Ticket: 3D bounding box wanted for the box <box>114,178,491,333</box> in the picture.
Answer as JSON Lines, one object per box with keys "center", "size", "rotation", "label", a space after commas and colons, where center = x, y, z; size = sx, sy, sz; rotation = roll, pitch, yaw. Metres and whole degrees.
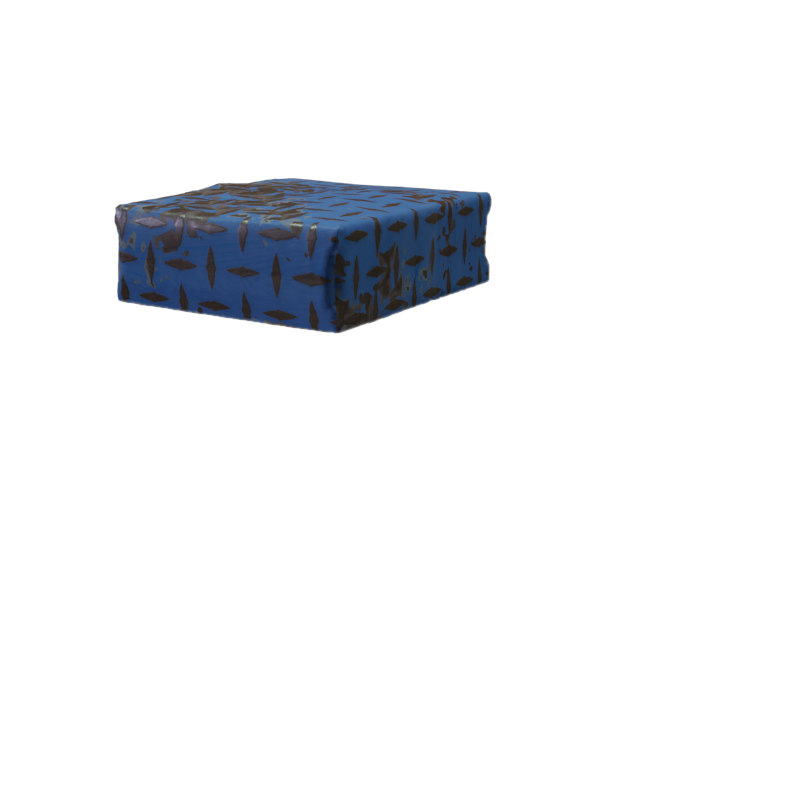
{"center": [-0.025, -0.045, 0.317], "size": [0.076, 0.029, 0.088], "rotation": [10, 19, 30], "label": "box"}
